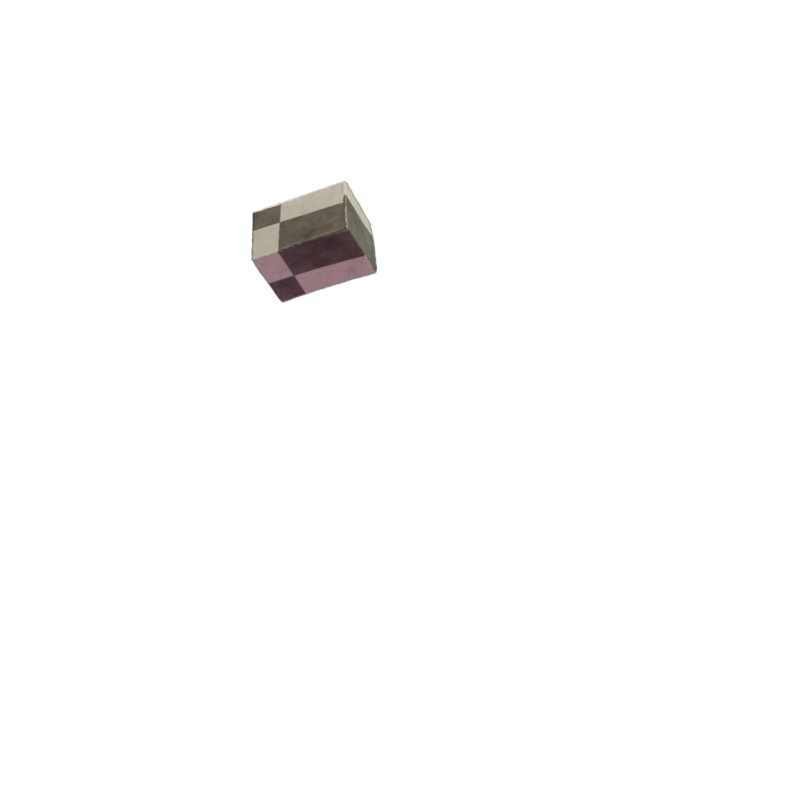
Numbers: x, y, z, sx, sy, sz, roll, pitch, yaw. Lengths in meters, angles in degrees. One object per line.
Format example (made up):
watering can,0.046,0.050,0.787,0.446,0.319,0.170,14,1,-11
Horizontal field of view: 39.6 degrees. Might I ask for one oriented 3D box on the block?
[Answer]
block,-0.063,-0.115,0.805,0.079,0.055,0.049,-16,-42,16
